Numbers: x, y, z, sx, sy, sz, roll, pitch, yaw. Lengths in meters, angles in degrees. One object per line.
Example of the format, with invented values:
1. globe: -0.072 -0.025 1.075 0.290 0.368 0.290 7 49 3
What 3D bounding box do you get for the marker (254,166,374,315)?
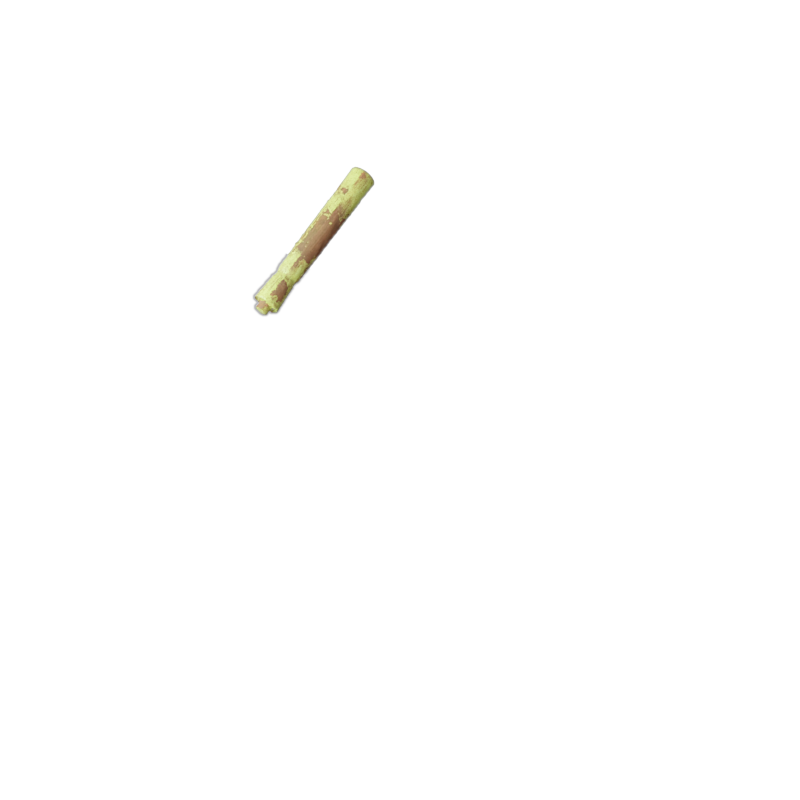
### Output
1. marker: -0.058 -0.106 0.740 0.020 0.123 0.019 31 -19 9
